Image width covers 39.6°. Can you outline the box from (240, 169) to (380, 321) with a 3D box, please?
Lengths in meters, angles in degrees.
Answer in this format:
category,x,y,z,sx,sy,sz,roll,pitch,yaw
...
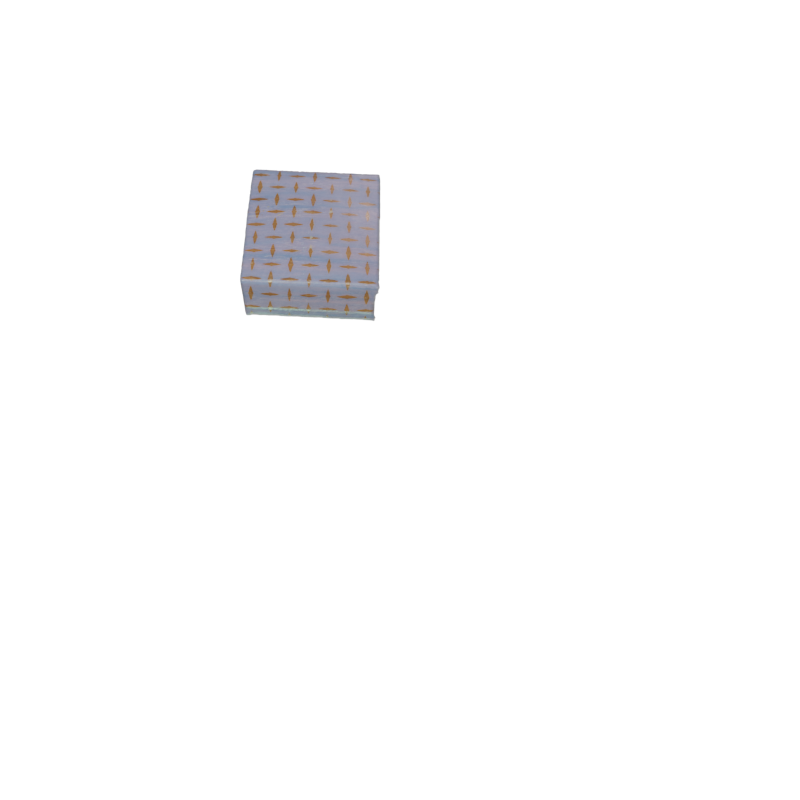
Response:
category,x,y,z,sx,sy,sz,roll,pitch,yaw
box,-0.059,-0.107,0.752,0.090,0.122,0.036,1,-40,0
